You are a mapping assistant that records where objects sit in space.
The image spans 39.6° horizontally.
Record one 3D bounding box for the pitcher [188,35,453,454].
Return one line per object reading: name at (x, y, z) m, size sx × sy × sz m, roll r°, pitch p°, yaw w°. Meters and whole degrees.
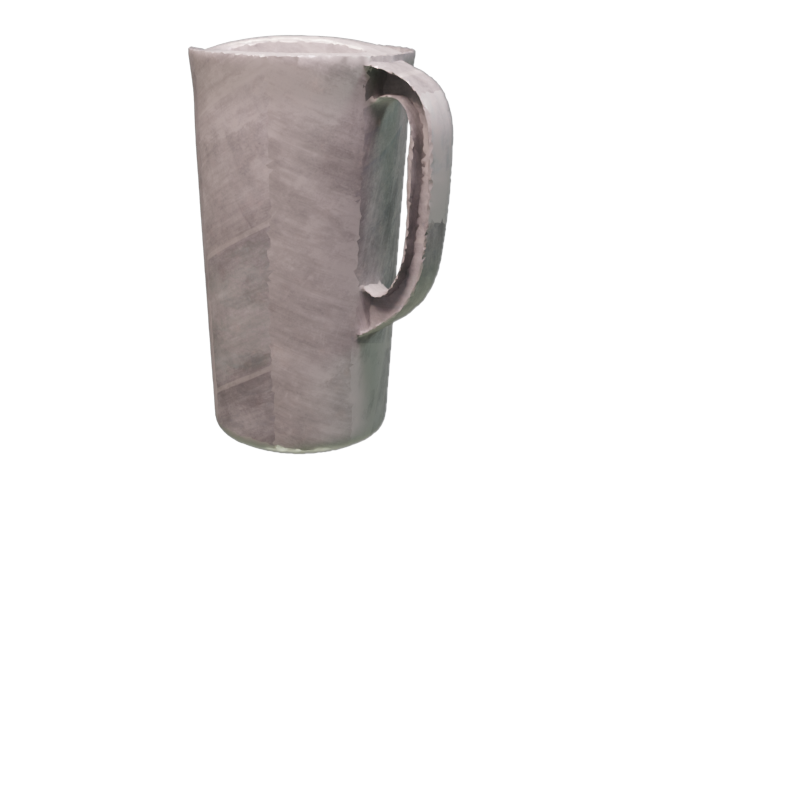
pitcher at (-0.052, -0.095, 0.665) m, size 0.144 × 0.235 × 0.155 m, roll 0°, pitch 15°, yaw -5°
